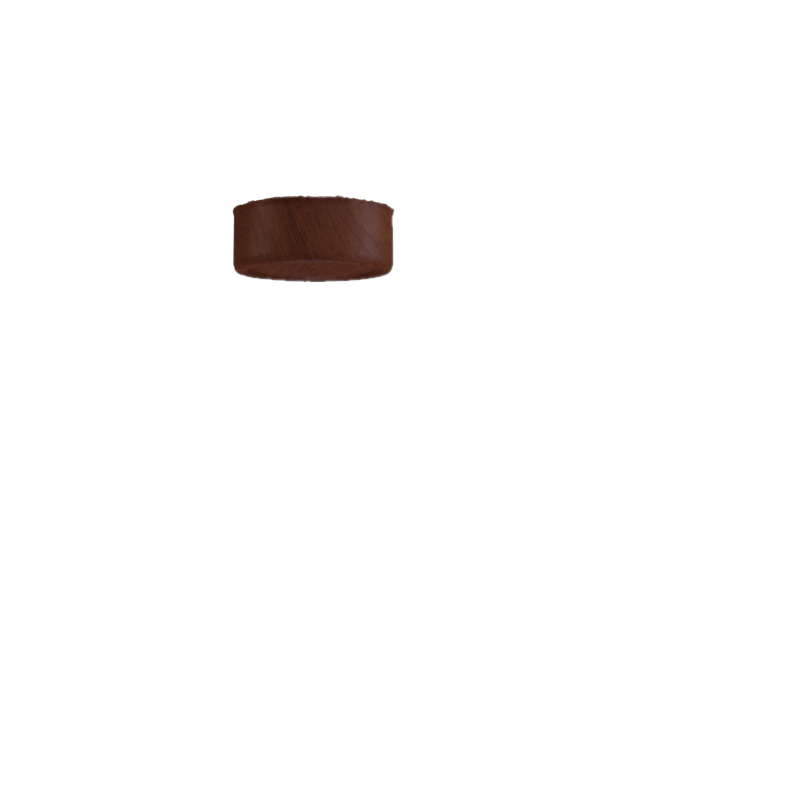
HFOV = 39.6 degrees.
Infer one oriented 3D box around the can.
[{"bbox_3d":[-0.046,-0.084,0.586,0.086,0.034,0.085,0,-2,-2],"label":"can"}]
